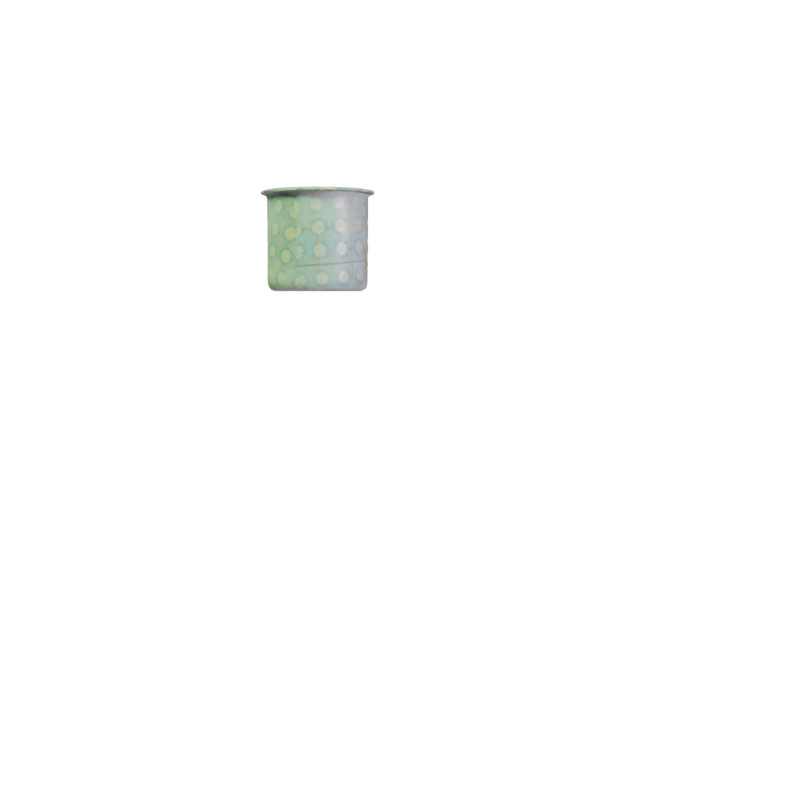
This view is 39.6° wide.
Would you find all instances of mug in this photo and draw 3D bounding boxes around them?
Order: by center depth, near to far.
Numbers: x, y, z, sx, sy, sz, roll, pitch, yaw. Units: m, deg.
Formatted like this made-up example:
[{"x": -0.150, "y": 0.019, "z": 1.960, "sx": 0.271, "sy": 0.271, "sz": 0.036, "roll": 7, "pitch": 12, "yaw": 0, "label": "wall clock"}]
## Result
[{"x": -0.072, "y": -0.130, "z": 0.914, "sx": 0.091, "sy": 0.082, "sz": 0.120, "roll": -1, "pitch": 3, "yaw": -20, "label": "mug"}]
